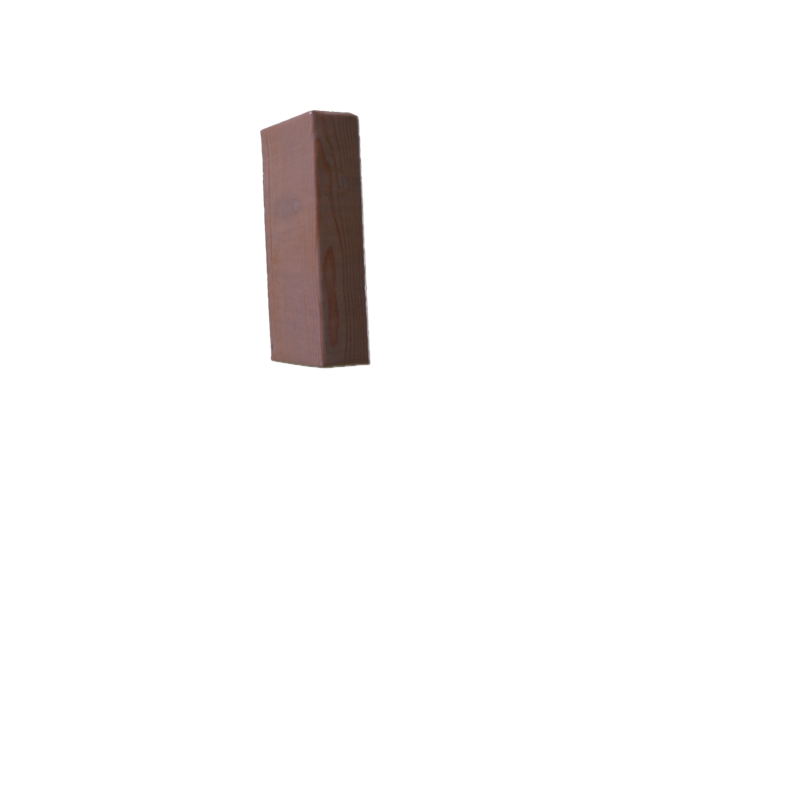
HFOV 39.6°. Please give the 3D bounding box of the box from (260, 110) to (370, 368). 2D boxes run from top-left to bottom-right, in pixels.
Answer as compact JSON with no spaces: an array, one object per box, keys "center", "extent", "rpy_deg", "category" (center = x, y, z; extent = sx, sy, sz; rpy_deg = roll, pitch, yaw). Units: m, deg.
[{"center":[-0.062,-0.114,0.796],"extent":[0.046,0.177,0.096],"rpy_deg":[1,-2,-29],"category":"box"}]
